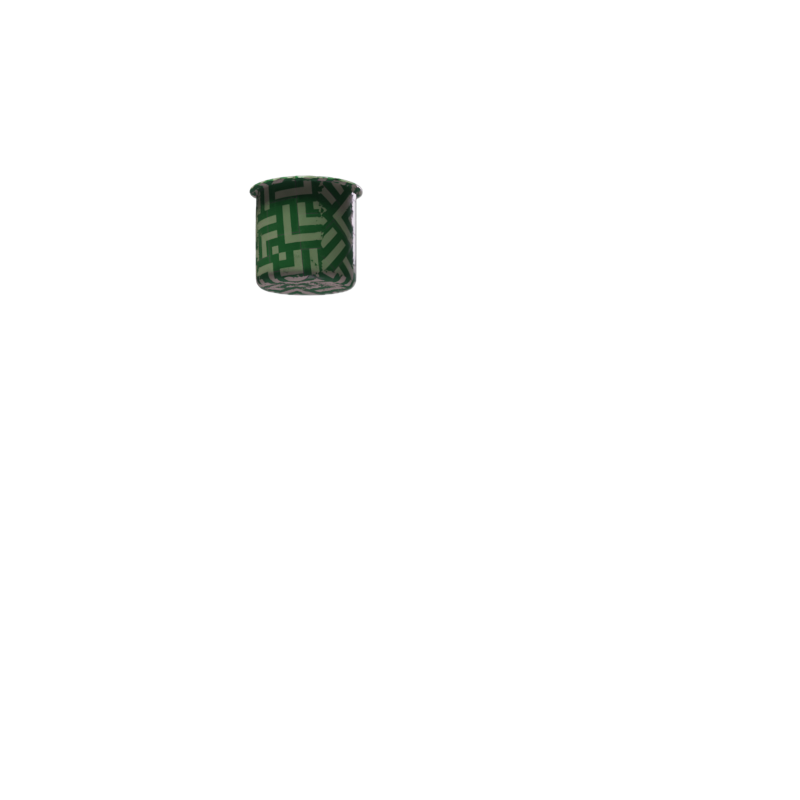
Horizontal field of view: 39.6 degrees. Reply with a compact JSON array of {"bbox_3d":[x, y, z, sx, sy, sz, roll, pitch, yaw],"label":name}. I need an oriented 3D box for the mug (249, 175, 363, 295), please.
[{"bbox_3d":[-0.071,-0.130,0.911,0.096,0.084,0.111,-4,-8,26],"label":"mug"}]
